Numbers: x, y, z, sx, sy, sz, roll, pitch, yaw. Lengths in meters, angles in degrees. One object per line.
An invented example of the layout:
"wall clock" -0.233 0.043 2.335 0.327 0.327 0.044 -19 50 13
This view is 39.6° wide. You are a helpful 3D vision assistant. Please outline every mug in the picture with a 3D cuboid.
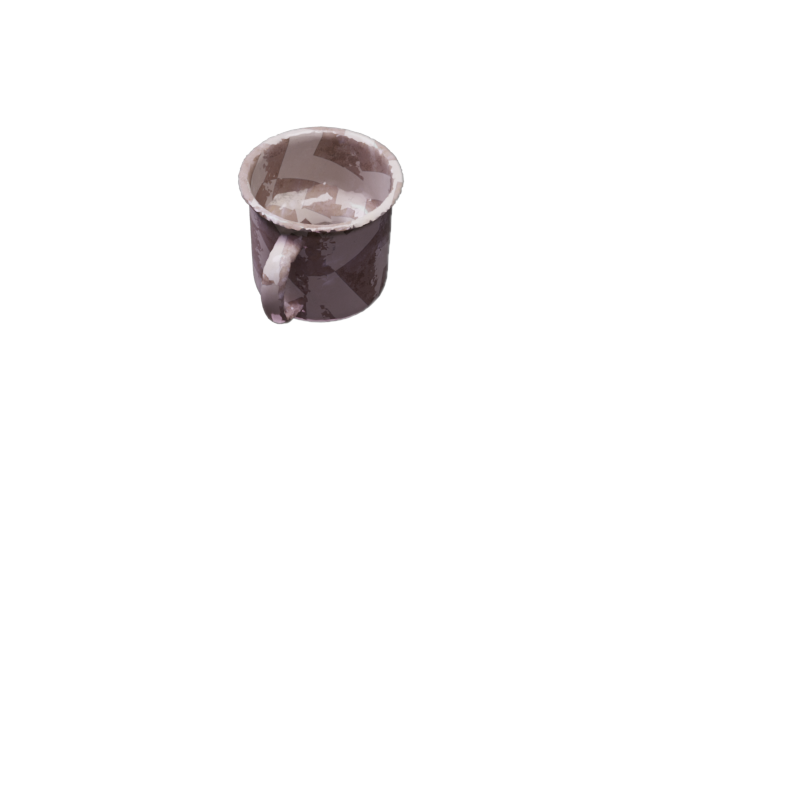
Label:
"mug" -0.050 -0.091 0.639 0.095 0.076 0.123 14 47 11
